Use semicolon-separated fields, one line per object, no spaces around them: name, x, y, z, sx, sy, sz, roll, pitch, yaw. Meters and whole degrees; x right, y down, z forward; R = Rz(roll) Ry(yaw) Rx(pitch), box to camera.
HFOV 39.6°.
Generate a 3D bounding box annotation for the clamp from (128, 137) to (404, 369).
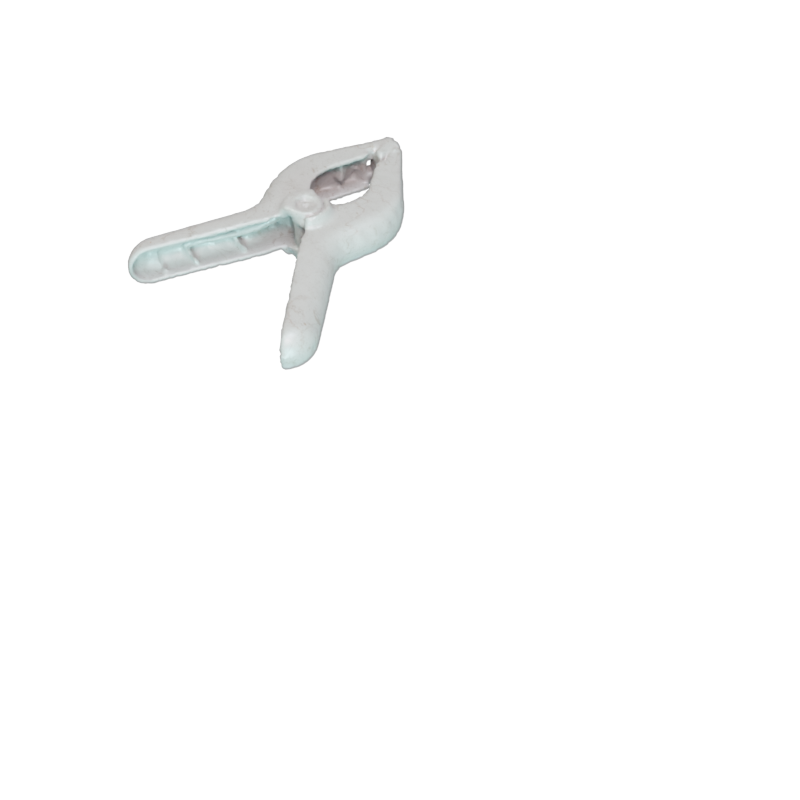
clamp;-0.047;-0.086;0.599;0.173;0.036;0.128;-37;60;-26
